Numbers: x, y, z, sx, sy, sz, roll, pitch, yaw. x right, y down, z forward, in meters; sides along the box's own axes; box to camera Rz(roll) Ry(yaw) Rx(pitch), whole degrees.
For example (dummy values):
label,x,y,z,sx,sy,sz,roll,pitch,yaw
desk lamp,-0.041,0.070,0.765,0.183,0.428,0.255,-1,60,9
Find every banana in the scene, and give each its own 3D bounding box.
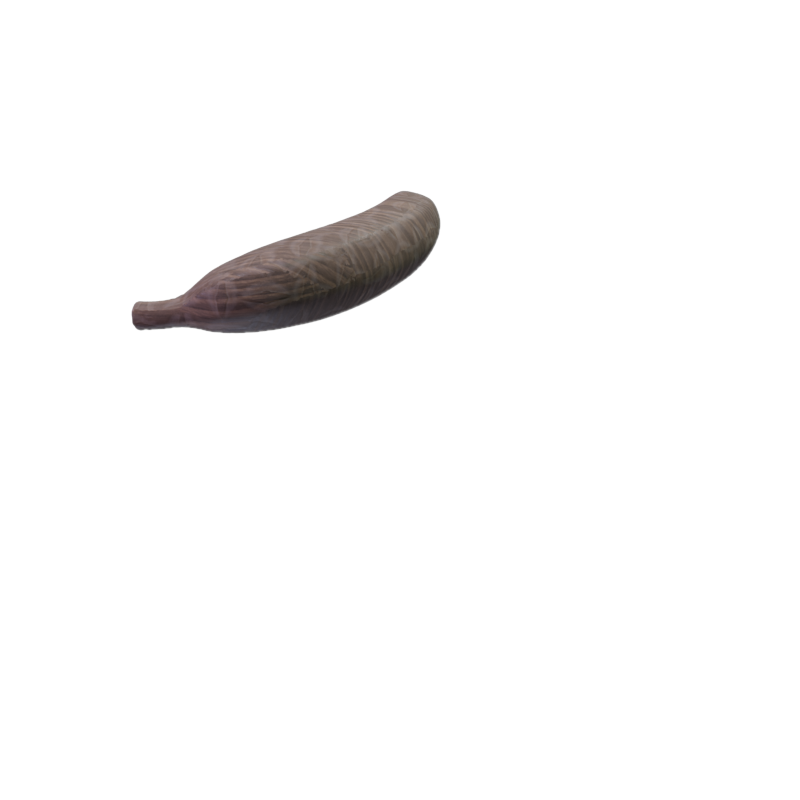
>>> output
label,x,y,z,sx,sy,sz,roll,pitch,yaw
banana,-0.028,-0.068,0.509,0.073,0.035,0.196,17,29,34
